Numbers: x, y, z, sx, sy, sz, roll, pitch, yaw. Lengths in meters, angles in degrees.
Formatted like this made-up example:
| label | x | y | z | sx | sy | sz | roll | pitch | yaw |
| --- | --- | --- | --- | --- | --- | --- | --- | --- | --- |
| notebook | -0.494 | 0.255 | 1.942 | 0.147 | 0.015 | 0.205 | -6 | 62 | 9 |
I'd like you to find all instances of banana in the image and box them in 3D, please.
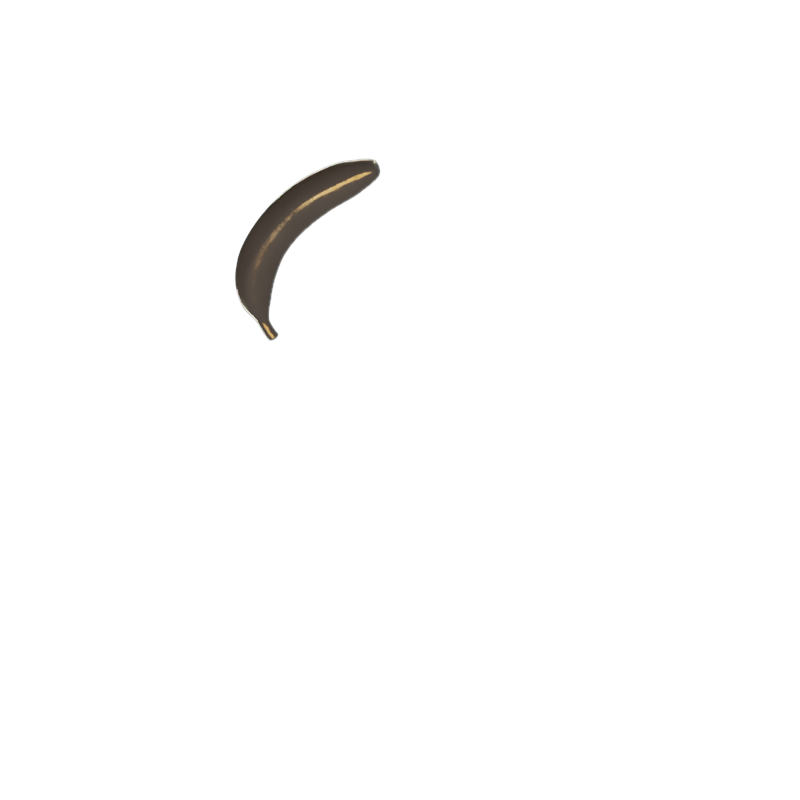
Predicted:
| label | x | y | z | sx | sy | sz | roll | pitch | yaw |
| --- | --- | --- | --- | --- | --- | --- | --- | --- | --- |
| banana | -0.094 | -0.143 | 0.970 | 0.067 | 0.192 | 0.039 | 27 | 28 | -17 |
